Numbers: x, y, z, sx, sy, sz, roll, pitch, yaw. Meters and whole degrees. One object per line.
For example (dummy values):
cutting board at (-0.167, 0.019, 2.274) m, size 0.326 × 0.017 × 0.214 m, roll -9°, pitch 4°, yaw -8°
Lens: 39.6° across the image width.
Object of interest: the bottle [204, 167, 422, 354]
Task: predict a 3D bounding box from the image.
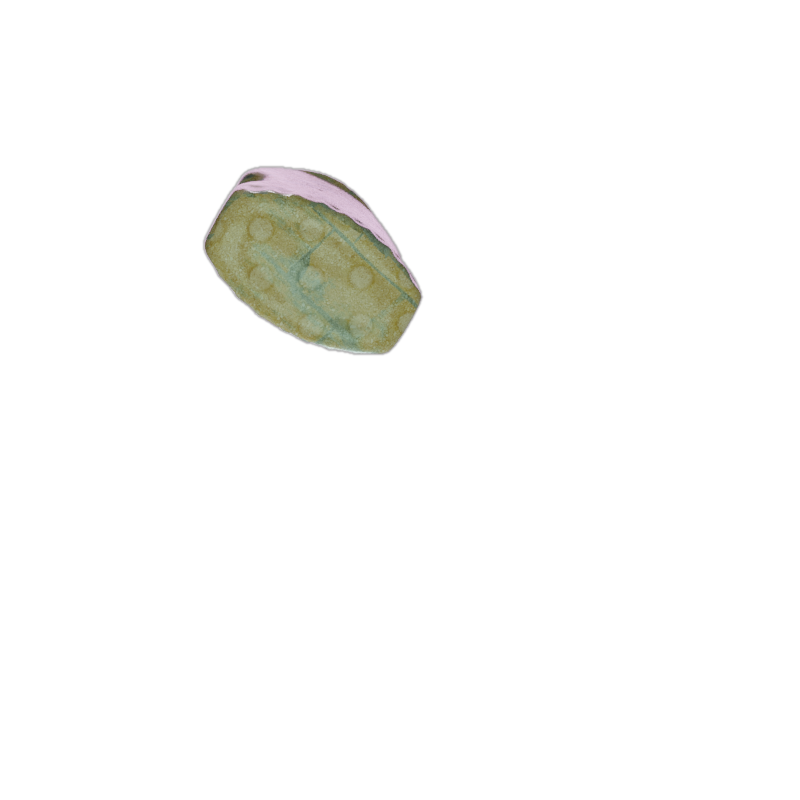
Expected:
bottle at (-0.044, -0.081, 0.563) m, size 0.094 × 0.057 × 0.198 m, roll 27°, pitch 12°, yaw -10°
